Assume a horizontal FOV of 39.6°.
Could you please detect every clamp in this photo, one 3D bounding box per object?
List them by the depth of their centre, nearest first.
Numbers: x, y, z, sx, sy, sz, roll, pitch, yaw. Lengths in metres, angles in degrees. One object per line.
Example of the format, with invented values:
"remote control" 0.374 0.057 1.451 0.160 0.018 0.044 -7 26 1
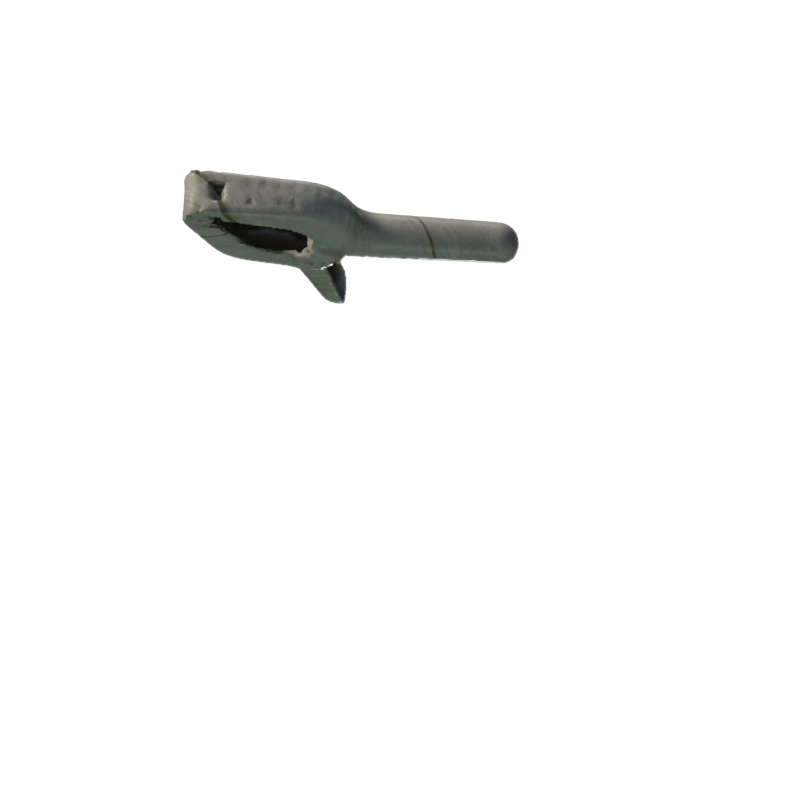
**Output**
"clamp" -0.054 -0.099 0.695 0.200 0.038 0.167 9 -15 -38
